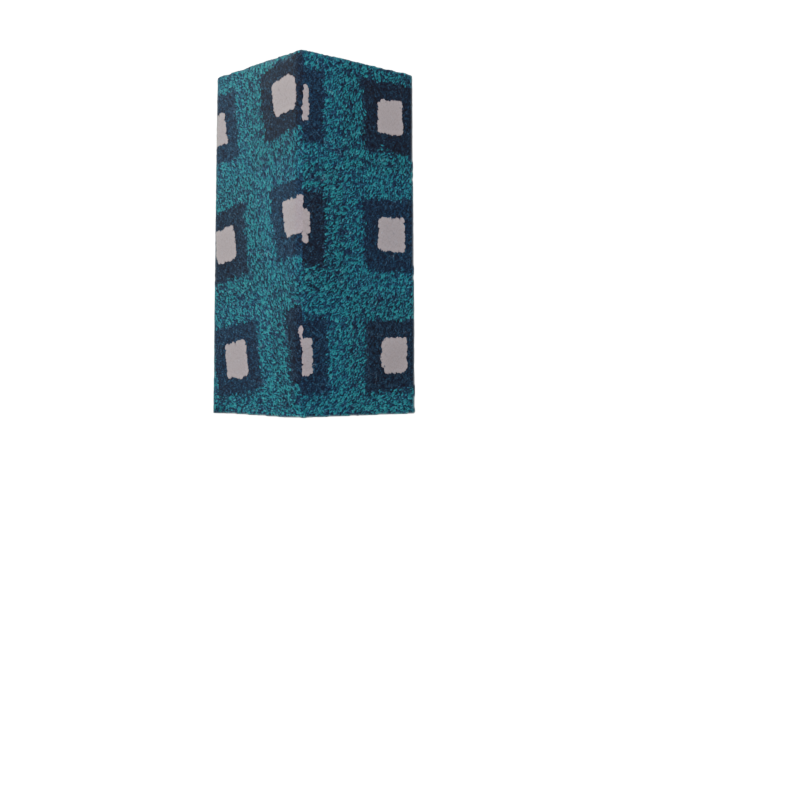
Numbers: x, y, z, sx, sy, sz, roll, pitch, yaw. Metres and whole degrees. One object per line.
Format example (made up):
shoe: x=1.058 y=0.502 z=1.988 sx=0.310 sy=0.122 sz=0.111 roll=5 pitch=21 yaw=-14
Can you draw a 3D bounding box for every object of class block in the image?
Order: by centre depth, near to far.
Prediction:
block: x=-0.053 y=-0.096 z=0.674 sx=0.087 sy=0.209 sz=0.093 roll=4 pitch=-7 yaw=-42
